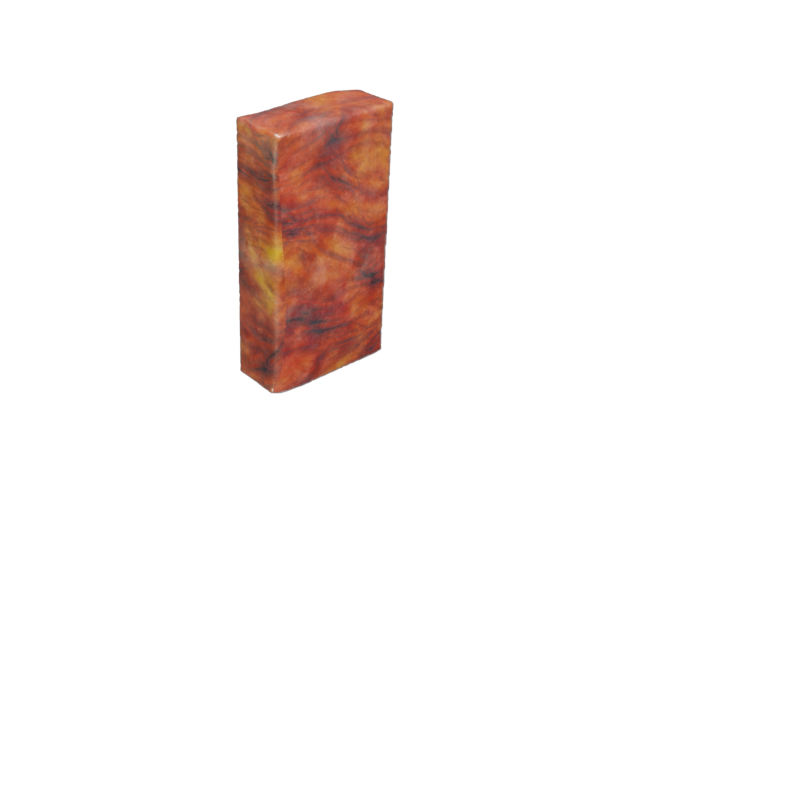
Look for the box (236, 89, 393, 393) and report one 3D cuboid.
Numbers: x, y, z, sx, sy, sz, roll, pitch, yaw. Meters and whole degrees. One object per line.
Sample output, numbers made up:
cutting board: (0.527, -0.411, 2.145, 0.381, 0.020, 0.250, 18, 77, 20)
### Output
box: (-0.054, -0.098, 0.687, 0.092, 0.167, 0.051, -22, 35, -38)
